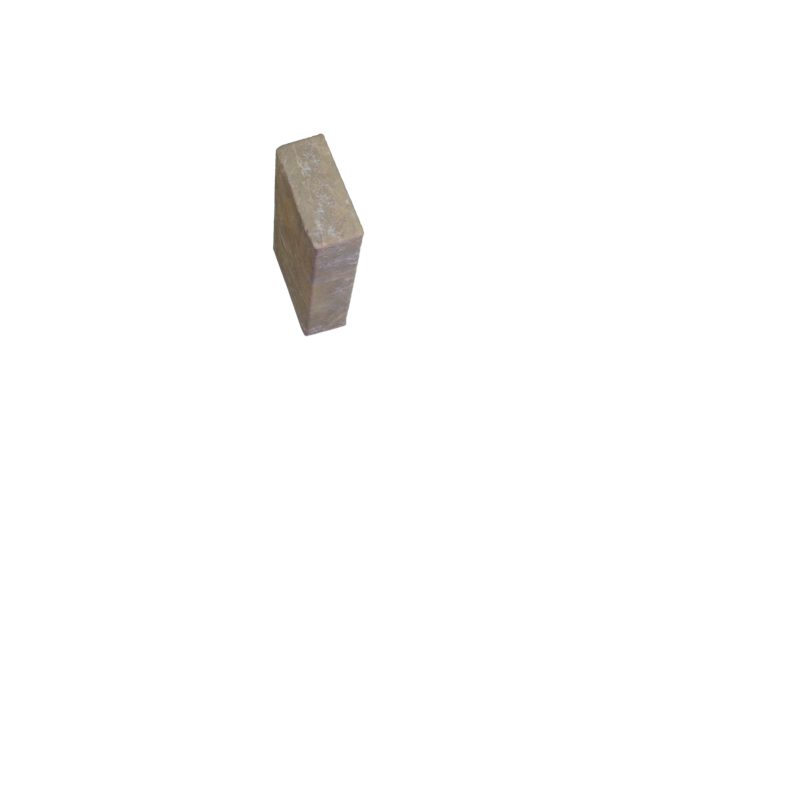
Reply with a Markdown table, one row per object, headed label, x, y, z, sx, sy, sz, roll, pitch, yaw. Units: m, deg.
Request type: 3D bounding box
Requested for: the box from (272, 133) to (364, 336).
| label | x | y | z | sx | sy | sz | roll | pitch | yaw |
| --- | --- | --- | --- | --- | --- | --- | --- | --- | --- |
| box | -0.070 | -0.127 | 0.888 | 0.048 | 0.099 | 0.168 | -18 | -18 | -10 |
